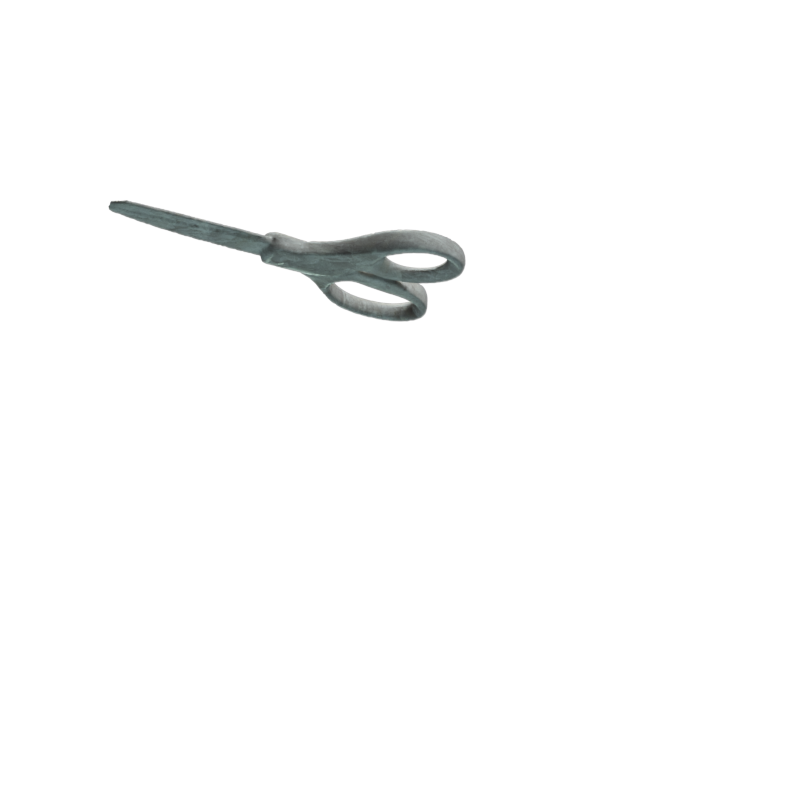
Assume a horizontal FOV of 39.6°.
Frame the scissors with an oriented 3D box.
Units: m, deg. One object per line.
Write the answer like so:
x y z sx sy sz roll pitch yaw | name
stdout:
-0.047 -0.085 0.598 0.189 0.017 0.096 22 -33 -40 | scissors
